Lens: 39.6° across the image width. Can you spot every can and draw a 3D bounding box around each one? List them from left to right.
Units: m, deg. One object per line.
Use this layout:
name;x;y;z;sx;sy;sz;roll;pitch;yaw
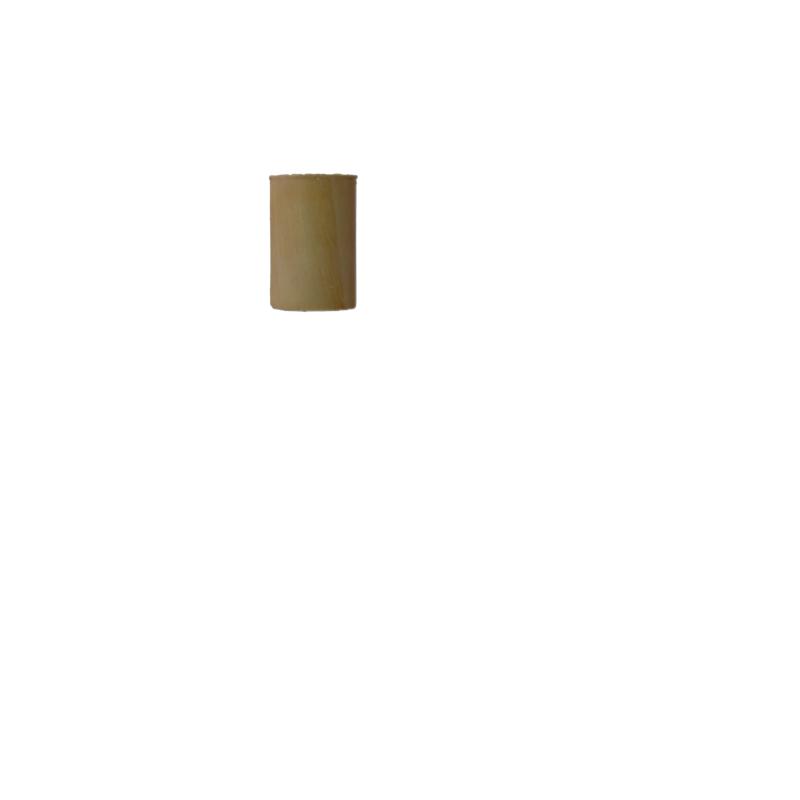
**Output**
can;-0.066;-0.121;0.847;0.068;0.102;0.069;0;4;-2
